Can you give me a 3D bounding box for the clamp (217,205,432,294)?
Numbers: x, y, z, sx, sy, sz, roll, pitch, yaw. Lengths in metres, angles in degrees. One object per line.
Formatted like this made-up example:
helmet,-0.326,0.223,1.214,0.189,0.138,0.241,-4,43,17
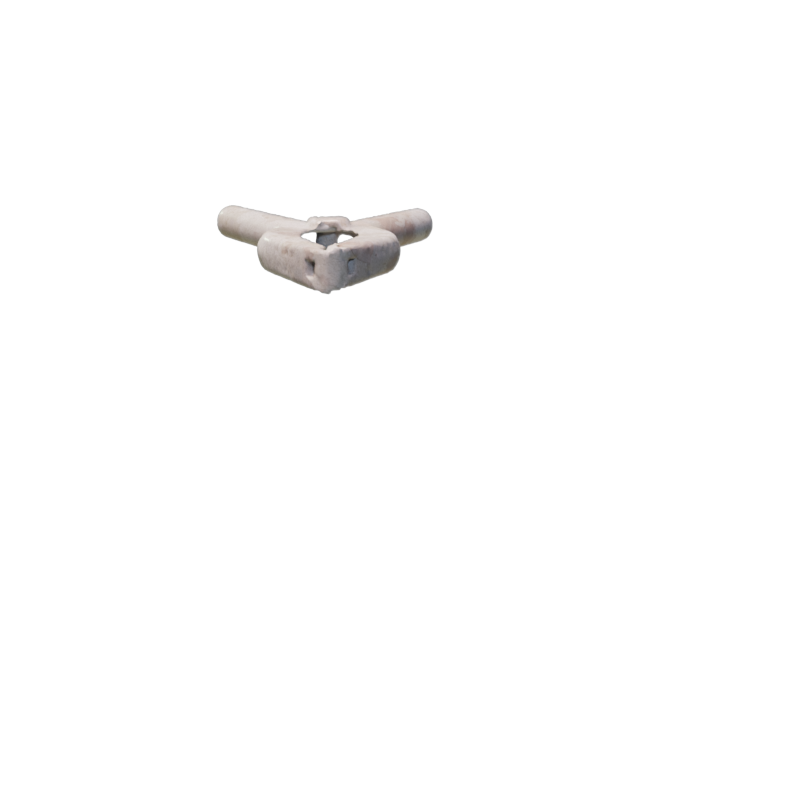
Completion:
clamp,-0.060,-0.110,0.772,0.166,0.035,0.216,1,17,3
